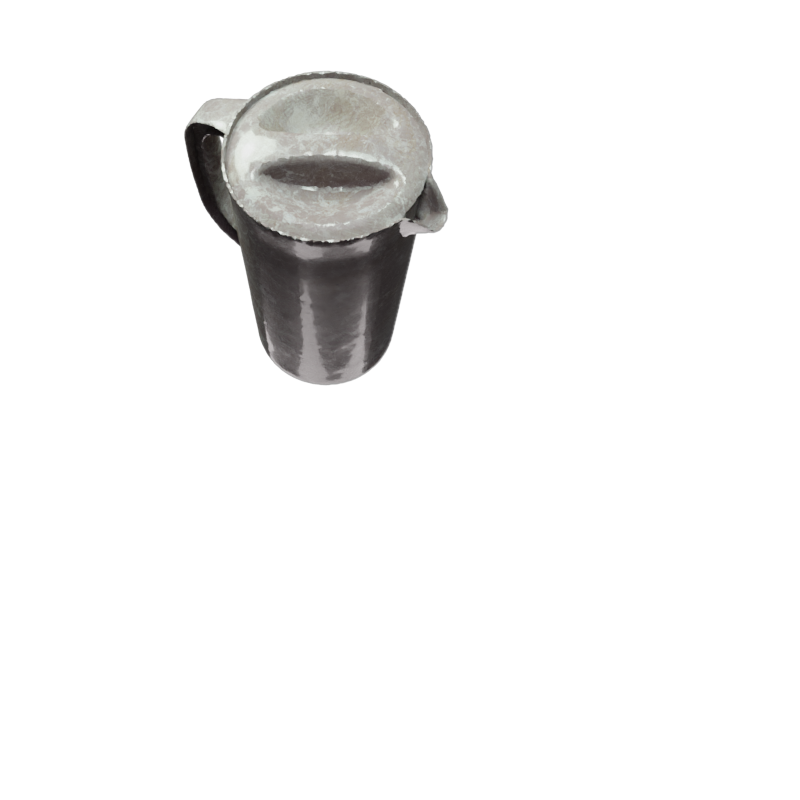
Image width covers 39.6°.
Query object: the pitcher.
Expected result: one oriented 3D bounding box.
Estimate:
[{"bbox_3d":[-0.062,-0.113,0.789,0.144,0.159,0.229,-15,-26,-11],"label":"pitcher"}]
